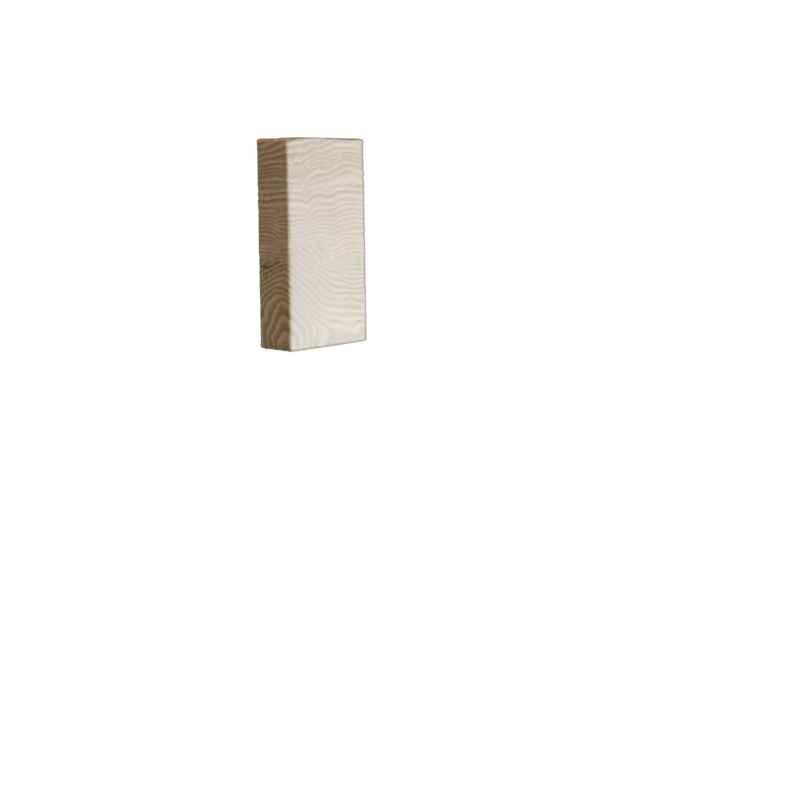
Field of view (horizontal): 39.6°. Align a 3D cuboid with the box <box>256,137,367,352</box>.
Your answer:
[{"bbox_3d":[-0.074,-0.134,0.941,0.050,0.174,0.090,6,8,44],"label":"box"}]
